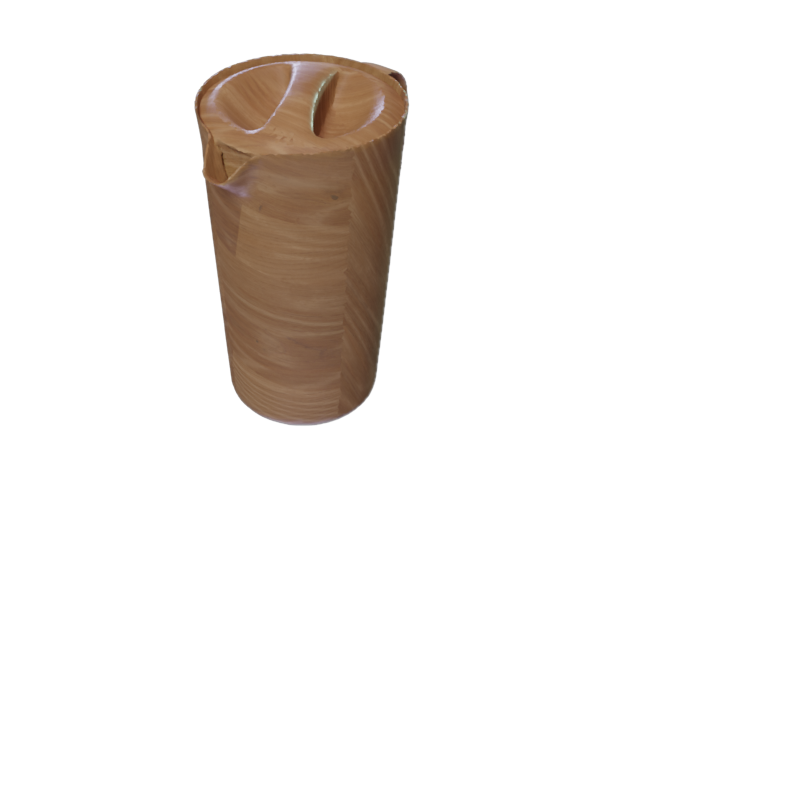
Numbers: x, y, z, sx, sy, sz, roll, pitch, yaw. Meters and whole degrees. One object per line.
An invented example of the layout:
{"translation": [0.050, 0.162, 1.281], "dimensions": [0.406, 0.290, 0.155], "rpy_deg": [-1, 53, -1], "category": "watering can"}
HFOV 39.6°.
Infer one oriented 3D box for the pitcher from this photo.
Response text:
{"translation": [-0.060, -0.109, 0.761], "dimensions": [0.148, 0.227, 0.156], "rpy_deg": [-5, 40, -9], "category": "pitcher"}
